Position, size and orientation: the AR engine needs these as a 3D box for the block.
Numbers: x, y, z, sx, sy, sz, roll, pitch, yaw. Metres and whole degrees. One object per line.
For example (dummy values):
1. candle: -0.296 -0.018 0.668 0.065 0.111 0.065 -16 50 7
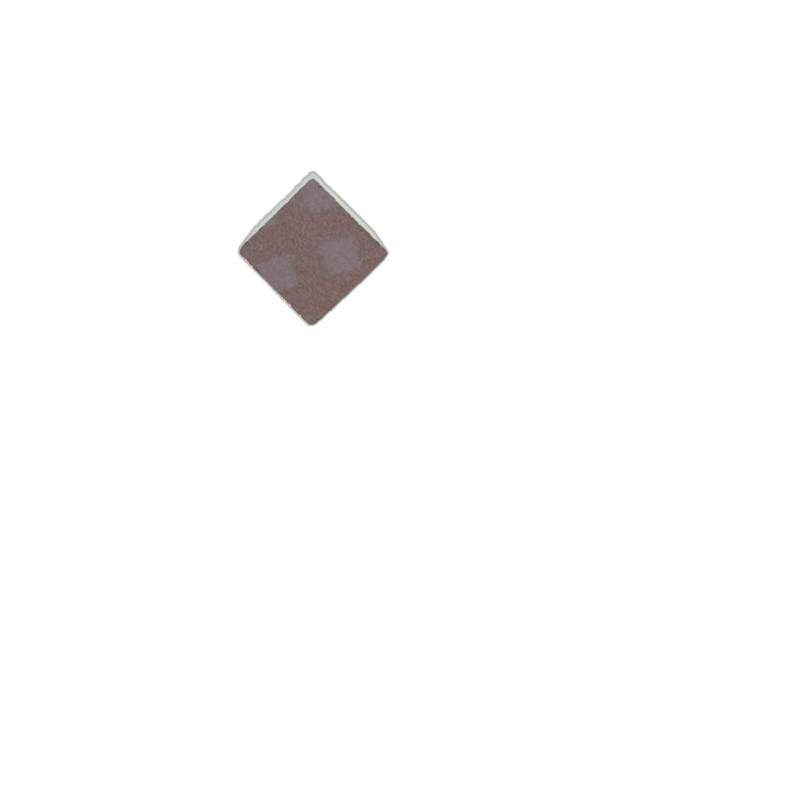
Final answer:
1. block: -0.079 -0.142 1.000 0.090 0.089 0.211 -44 11 6
